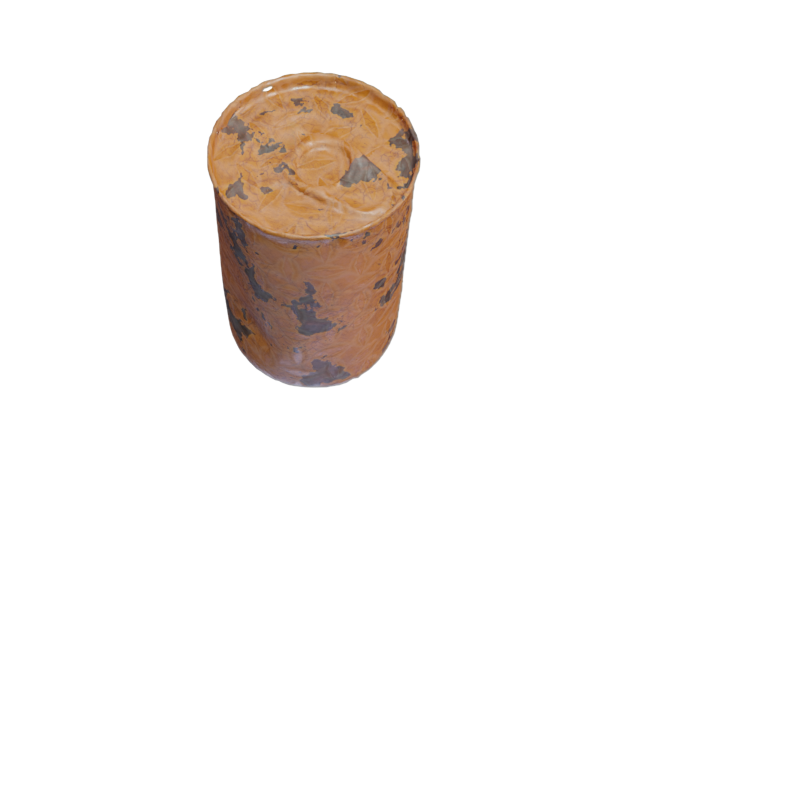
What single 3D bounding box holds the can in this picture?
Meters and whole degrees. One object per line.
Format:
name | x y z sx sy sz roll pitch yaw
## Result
can | -0.031 -0.056 0.392 0.068 0.073 0.096 0 -30 -3
